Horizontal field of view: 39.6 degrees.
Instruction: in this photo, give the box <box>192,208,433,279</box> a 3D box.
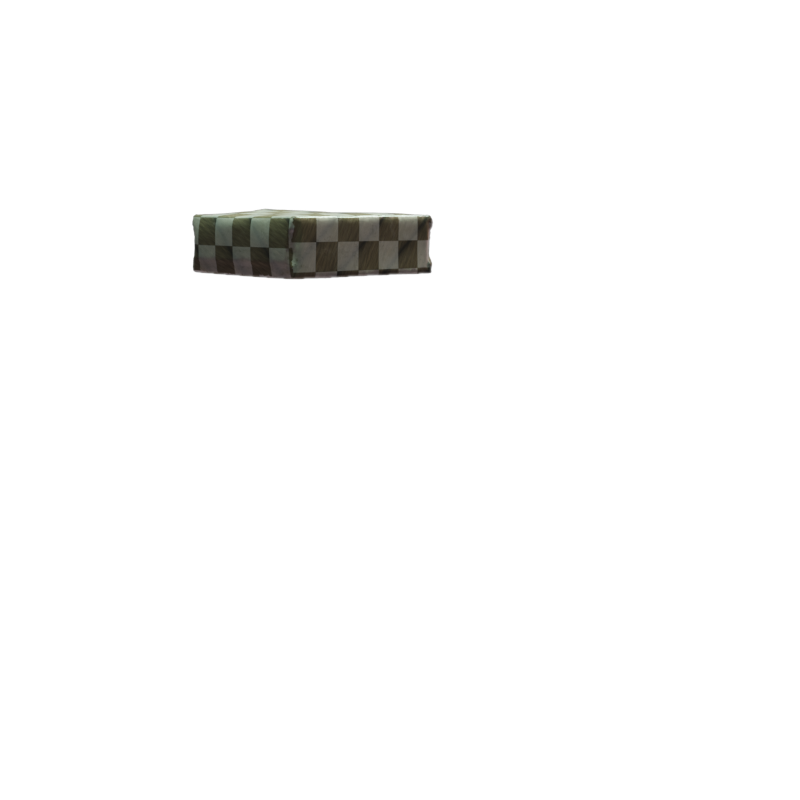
[{"bbox_3d":[-0.040,-0.074,0.517,0.086,0.030,0.077,-9,13,-43],"label":"box"}]
